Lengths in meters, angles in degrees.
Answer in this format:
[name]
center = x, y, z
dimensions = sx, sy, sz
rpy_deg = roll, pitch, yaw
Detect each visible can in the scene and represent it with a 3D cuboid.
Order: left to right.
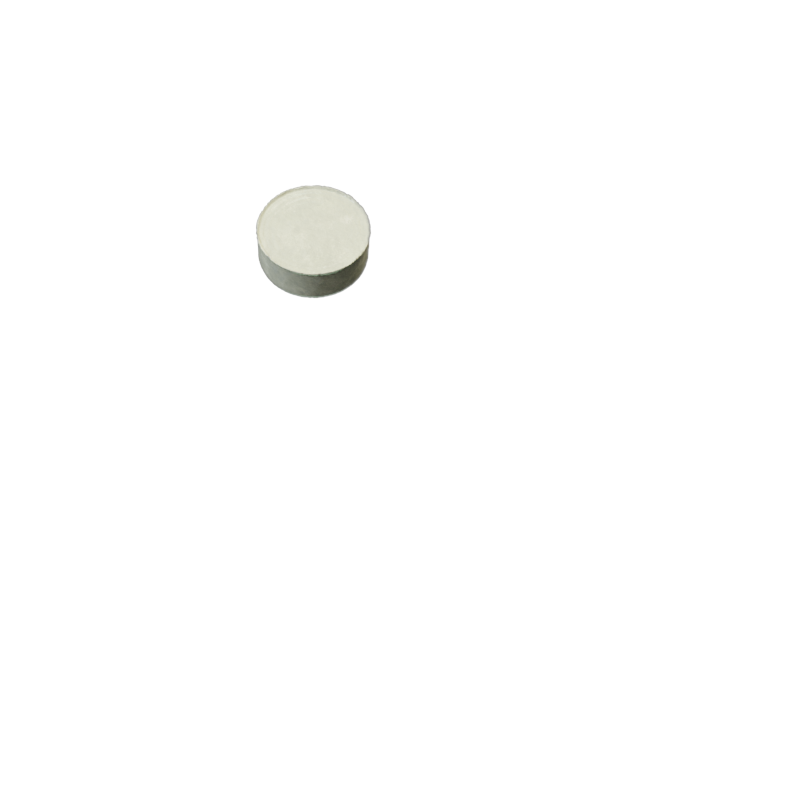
[can]
center = -0.066, -0.120, 0.839
dimensions = 0.086, 0.092, 0.031
rpy_deg = -1, -35, -1
